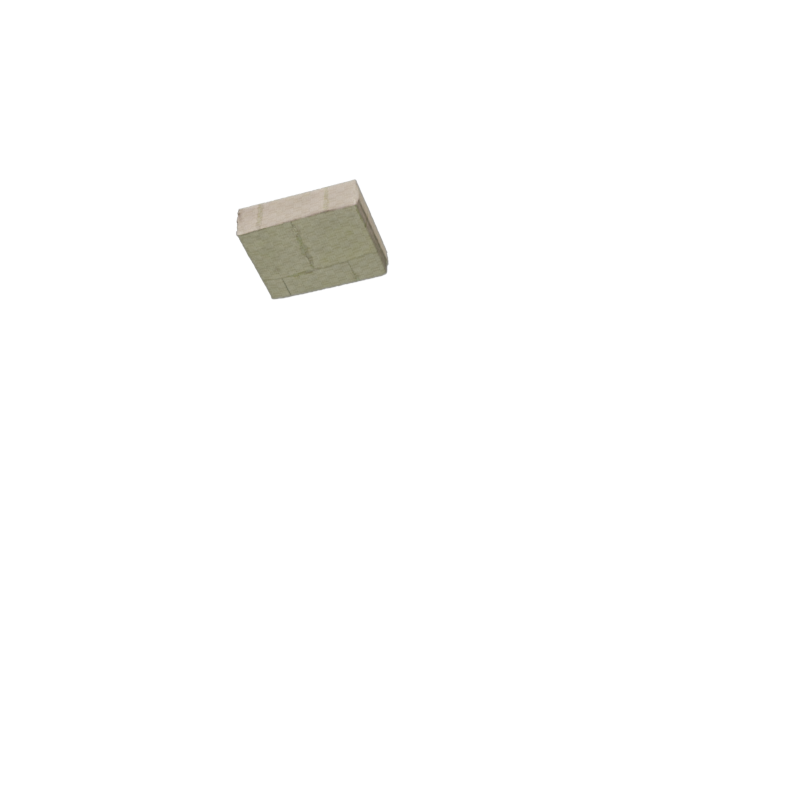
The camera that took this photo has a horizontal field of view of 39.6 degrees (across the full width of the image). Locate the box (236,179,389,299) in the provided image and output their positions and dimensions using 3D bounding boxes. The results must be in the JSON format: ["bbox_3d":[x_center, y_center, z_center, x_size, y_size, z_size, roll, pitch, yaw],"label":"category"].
[{"bbox_3d":[-0.076,-0.139,0.977,0.114,0.042,0.083,-13,-45,13],"label":"box"}]
